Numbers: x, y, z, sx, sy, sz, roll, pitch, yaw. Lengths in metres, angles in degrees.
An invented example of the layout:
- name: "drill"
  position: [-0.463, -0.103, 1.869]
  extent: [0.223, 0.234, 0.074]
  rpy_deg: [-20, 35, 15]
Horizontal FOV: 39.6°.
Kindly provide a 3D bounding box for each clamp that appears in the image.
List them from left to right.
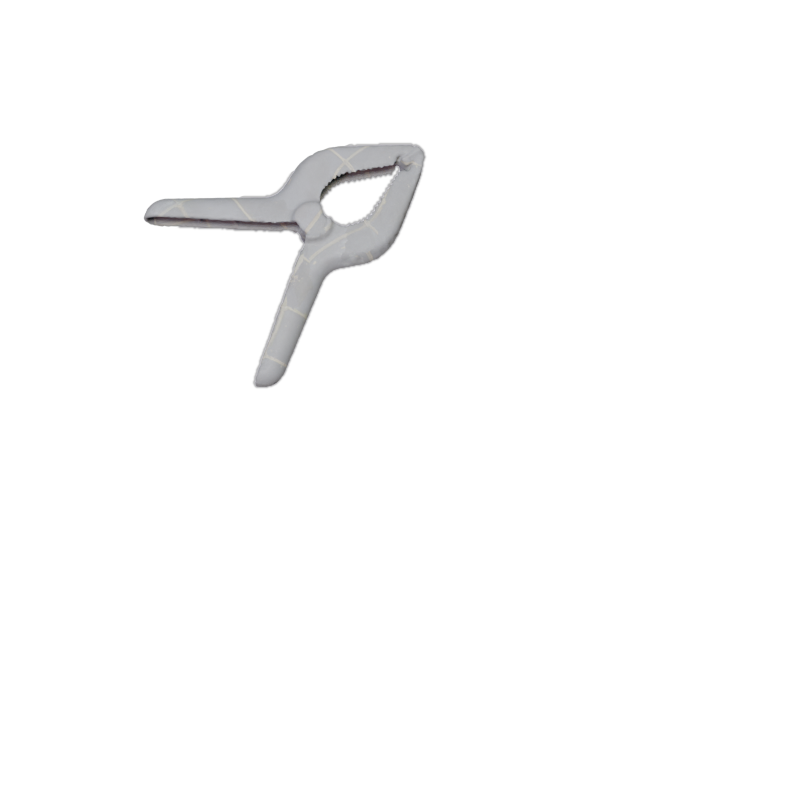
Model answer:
- name: "clamp"
  position: [-0.065, -0.118, 0.830]
  extent: [0.210, 0.171, 0.035]
  rpy_deg: [-27, -13, -7]
